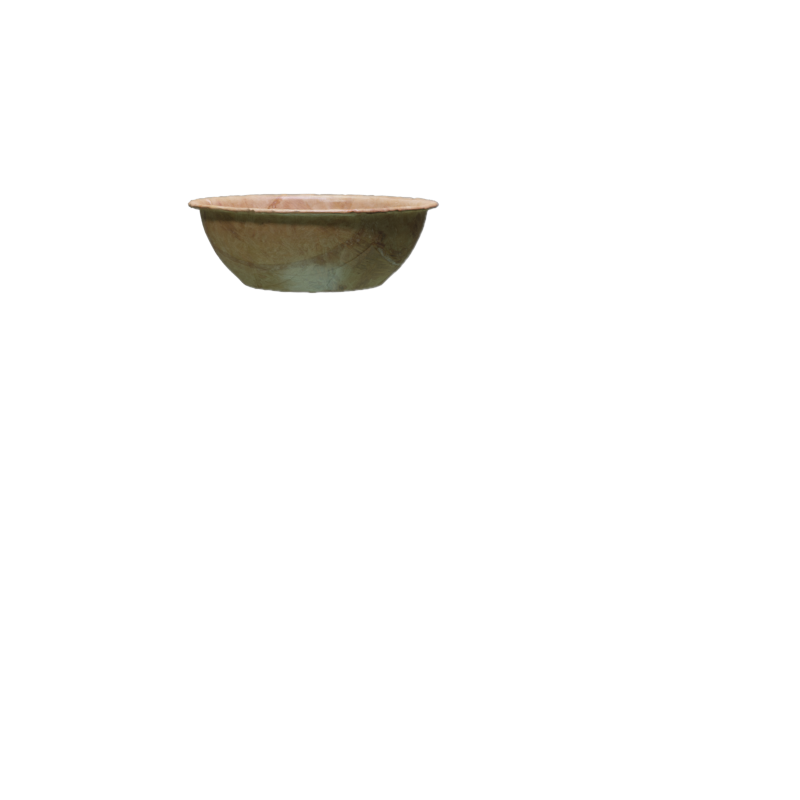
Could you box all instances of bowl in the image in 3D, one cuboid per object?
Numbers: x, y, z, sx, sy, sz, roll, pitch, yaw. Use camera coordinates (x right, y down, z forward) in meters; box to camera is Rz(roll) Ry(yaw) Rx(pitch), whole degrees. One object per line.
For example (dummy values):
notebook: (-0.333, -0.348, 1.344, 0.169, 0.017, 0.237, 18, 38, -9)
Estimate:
bowl: (-0.056, -0.103, 0.718, 0.162, 0.054, 0.166, 0, 12, -2)
